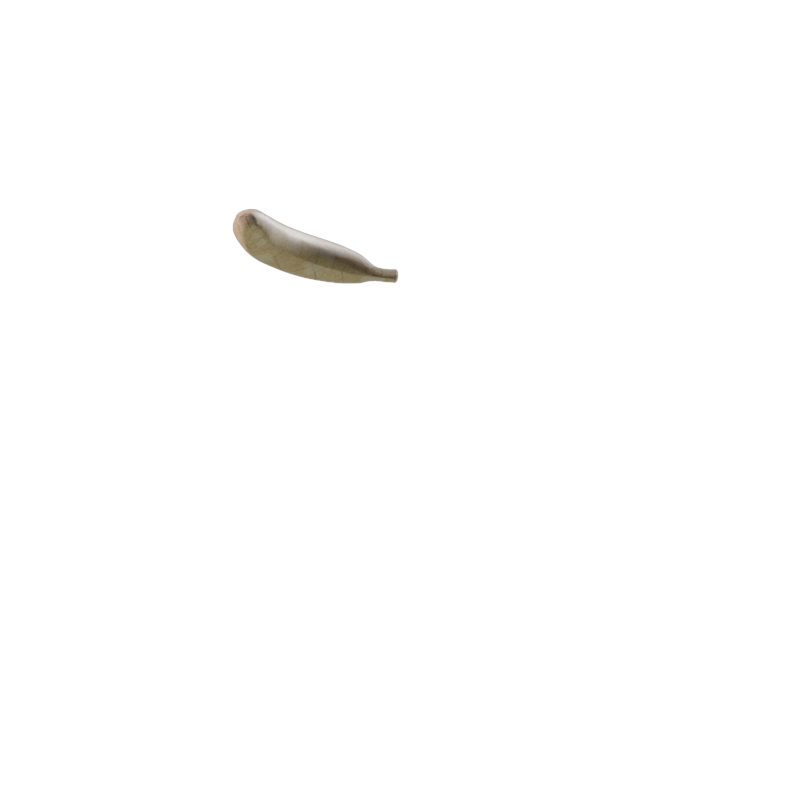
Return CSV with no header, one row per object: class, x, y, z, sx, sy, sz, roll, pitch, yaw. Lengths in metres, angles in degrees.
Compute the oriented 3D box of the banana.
banana,-0.086,-0.132,0.954,0.071,0.038,0.187,-9,-13,39
